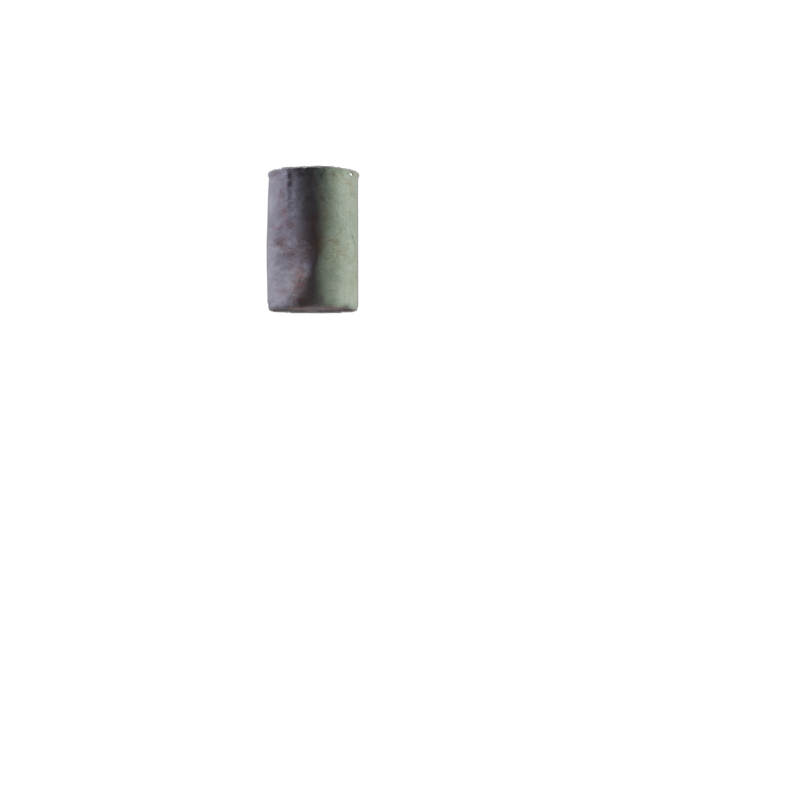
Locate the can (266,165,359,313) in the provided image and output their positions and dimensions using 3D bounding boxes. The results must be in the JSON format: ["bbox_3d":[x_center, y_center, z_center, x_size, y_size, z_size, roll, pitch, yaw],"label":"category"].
[{"bbox_3d":[-0.064,-0.116,0.816,0.068,0.104,0.068,0,-5,-2],"label":"can"}]
